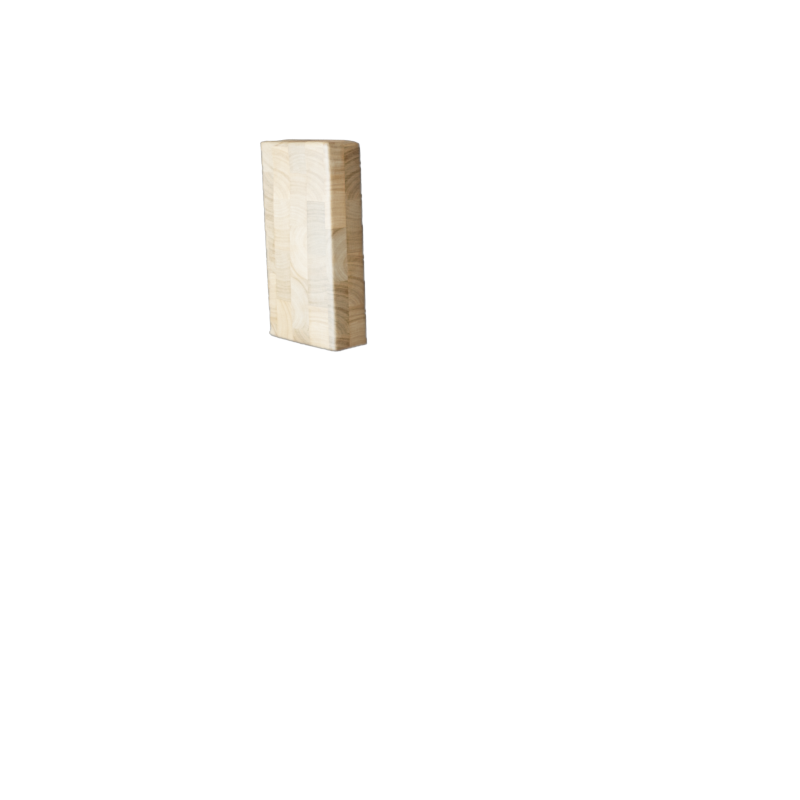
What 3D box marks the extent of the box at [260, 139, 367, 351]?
[{"bbox_3d":[-0.075,-0.137,0.960,0.046,0.173,0.098,-6,11,-42],"label":"box"}]
